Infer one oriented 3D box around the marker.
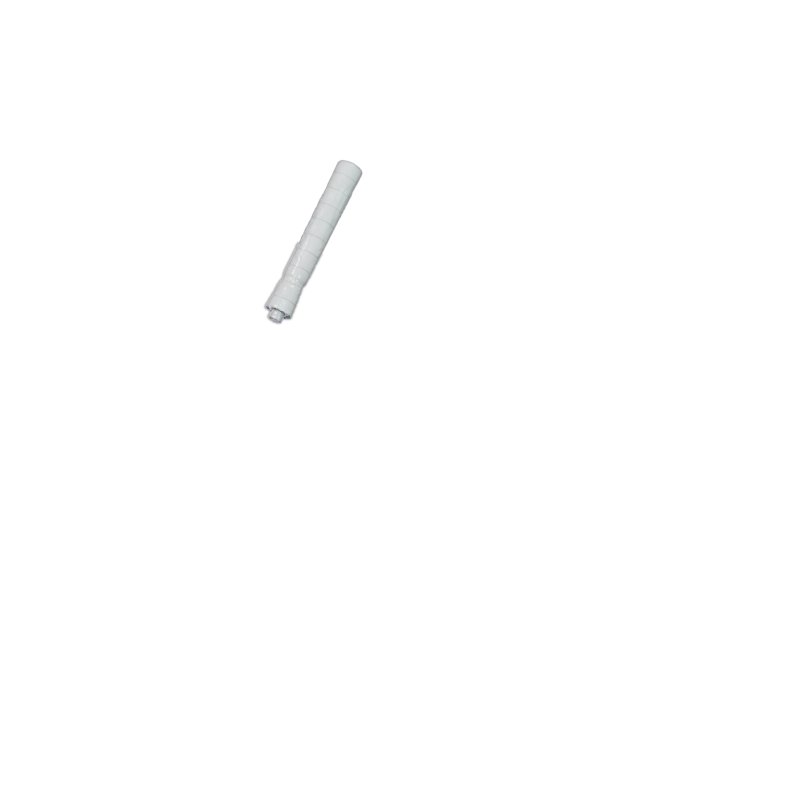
[{"bbox_3d":[-0.058,-0.106,0.741,0.020,0.124,0.019,23,-18,5],"label":"marker"}]
